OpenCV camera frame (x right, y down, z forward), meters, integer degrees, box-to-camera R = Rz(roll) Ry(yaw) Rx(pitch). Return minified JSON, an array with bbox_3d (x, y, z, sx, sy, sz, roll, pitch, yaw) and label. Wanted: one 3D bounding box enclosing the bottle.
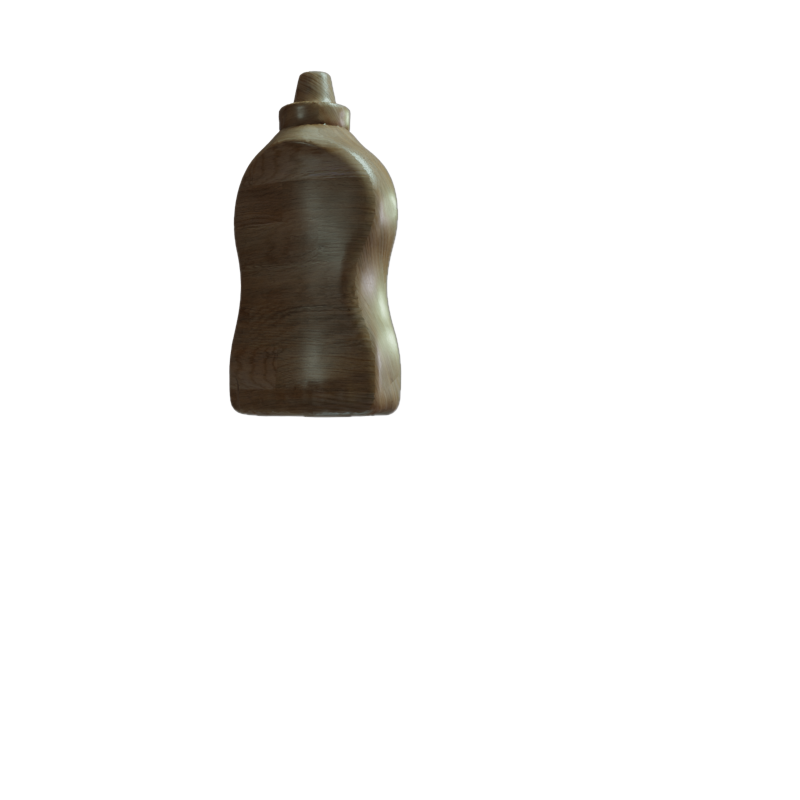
[{"bbox_3d":[-0.048,-0.088,0.617,0.099,0.195,0.056,-4,-7,32],"label":"bottle"}]
